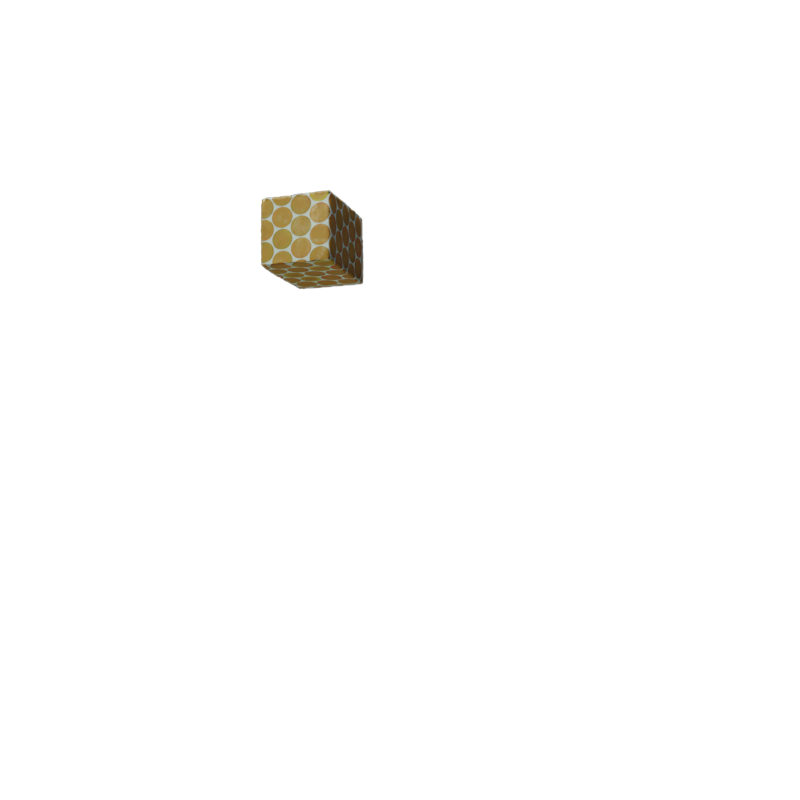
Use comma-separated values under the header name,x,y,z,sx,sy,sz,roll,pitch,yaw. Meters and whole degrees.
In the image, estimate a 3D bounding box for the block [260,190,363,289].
name,x,y,z,sx,sy,sz,roll,pitch,yaw
block,-0.063,-0.114,0.799,0.054,0.053,0.074,-4,-11,17
